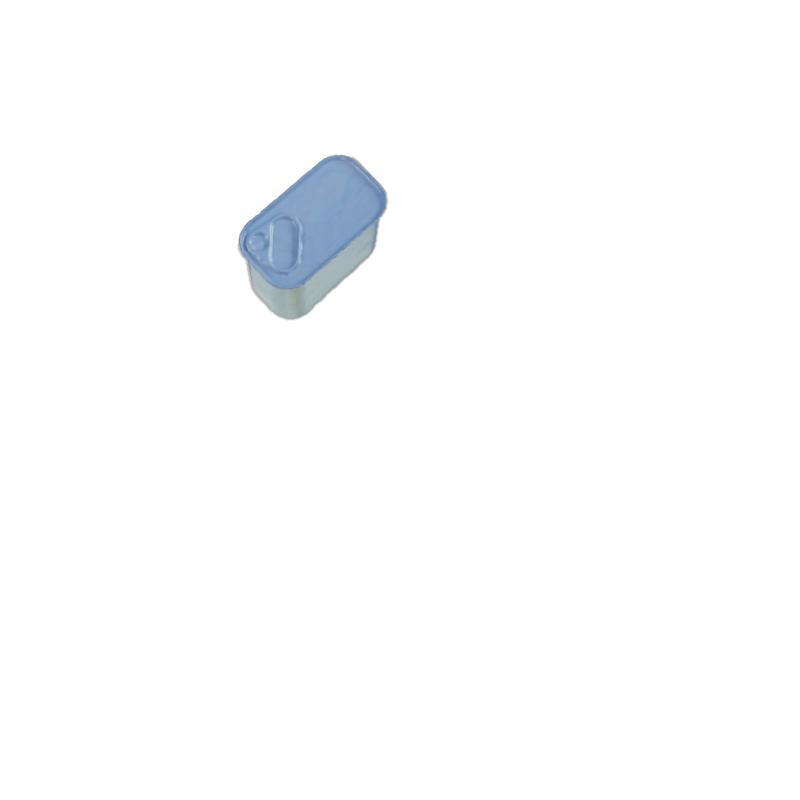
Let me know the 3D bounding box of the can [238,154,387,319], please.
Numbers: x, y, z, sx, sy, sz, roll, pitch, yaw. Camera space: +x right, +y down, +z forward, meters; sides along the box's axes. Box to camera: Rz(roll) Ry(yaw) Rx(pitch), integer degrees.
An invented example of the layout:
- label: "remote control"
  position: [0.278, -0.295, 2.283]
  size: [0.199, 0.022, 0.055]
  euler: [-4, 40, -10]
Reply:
- label: "can"
  position: [-0.060, -0.110, 0.769]
  size: [0.103, 0.059, 0.081]
  euler: [-43, -9, -13]
